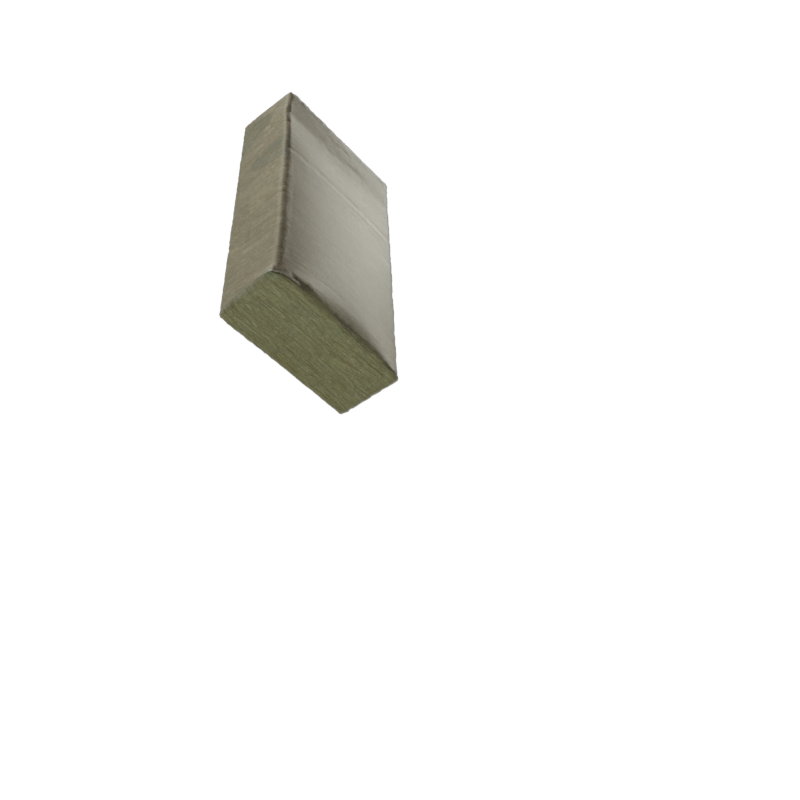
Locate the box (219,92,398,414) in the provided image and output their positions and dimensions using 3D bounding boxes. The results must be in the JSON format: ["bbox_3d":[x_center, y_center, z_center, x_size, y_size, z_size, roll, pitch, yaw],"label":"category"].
[{"bbox_3d":[-0.048,-0.087,0.611,0.048,0.189,0.088,-36,-57,23],"label":"box"}]
